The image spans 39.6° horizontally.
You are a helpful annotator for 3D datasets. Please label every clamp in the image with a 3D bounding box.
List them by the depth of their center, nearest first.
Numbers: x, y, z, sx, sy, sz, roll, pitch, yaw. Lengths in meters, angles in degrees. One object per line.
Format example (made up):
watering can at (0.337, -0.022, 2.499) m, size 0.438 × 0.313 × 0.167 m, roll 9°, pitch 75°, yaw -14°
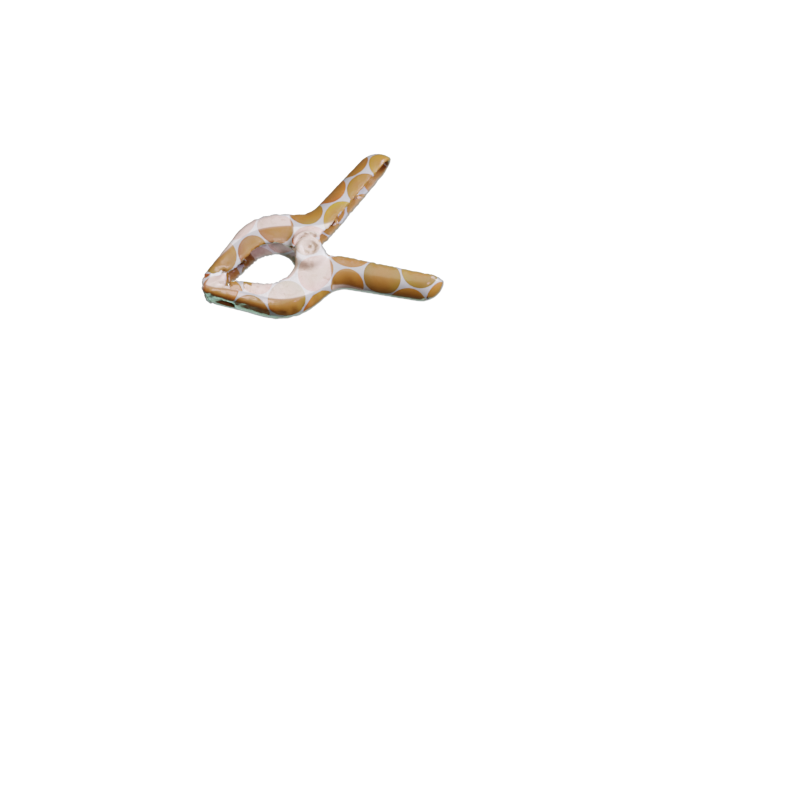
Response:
clamp at (-0.064, -0.116, 0.814) m, size 0.170 × 0.128 × 0.037 m, roll -10°, pitch -27°, yaw -6°
